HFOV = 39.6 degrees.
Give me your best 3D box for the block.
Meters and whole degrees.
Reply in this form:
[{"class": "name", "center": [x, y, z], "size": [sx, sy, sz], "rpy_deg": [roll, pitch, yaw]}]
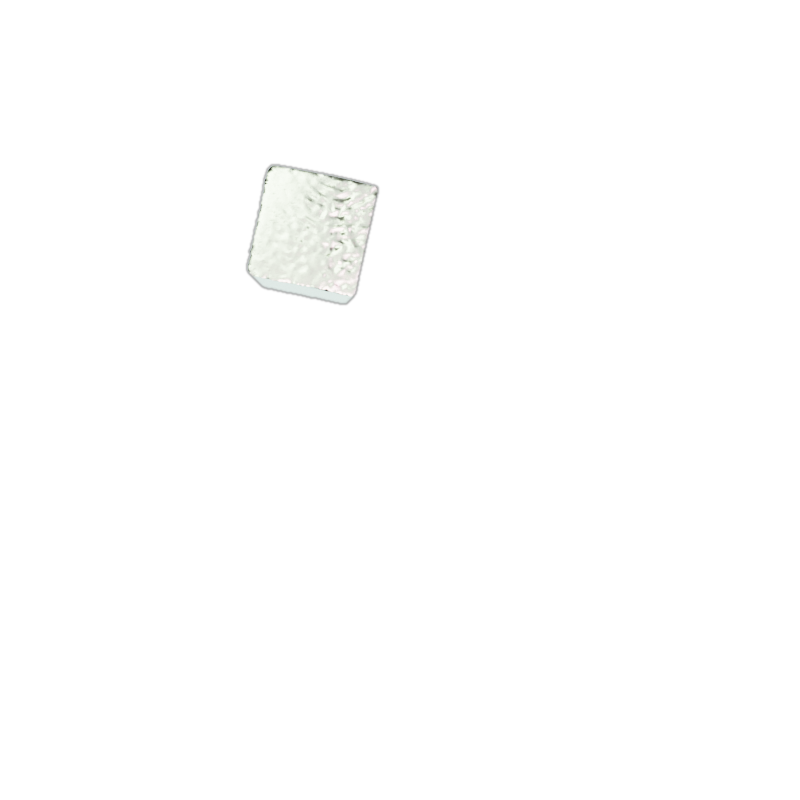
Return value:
[{"class": "block", "center": [-0.076, -0.138, 0.962], "size": [0.090, 0.091, 0.206], "rpy_deg": [11, 1, -4]}]
